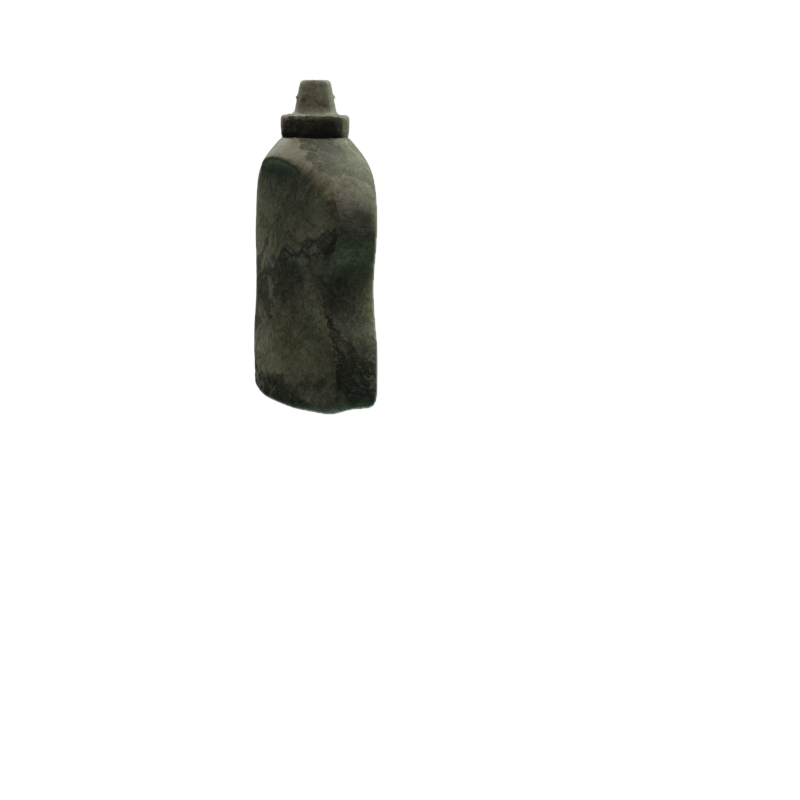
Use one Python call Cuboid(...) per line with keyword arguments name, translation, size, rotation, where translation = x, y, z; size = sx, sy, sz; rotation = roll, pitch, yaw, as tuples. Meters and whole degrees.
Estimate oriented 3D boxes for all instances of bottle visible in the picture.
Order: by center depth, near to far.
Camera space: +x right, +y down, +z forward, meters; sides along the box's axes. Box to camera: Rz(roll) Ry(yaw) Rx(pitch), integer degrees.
Cuboid(name="bottle", translation=(-0.052, -0.095, 0.665), size=(0.057, 0.188, 0.101), rotation=(-4, 9, -32))
